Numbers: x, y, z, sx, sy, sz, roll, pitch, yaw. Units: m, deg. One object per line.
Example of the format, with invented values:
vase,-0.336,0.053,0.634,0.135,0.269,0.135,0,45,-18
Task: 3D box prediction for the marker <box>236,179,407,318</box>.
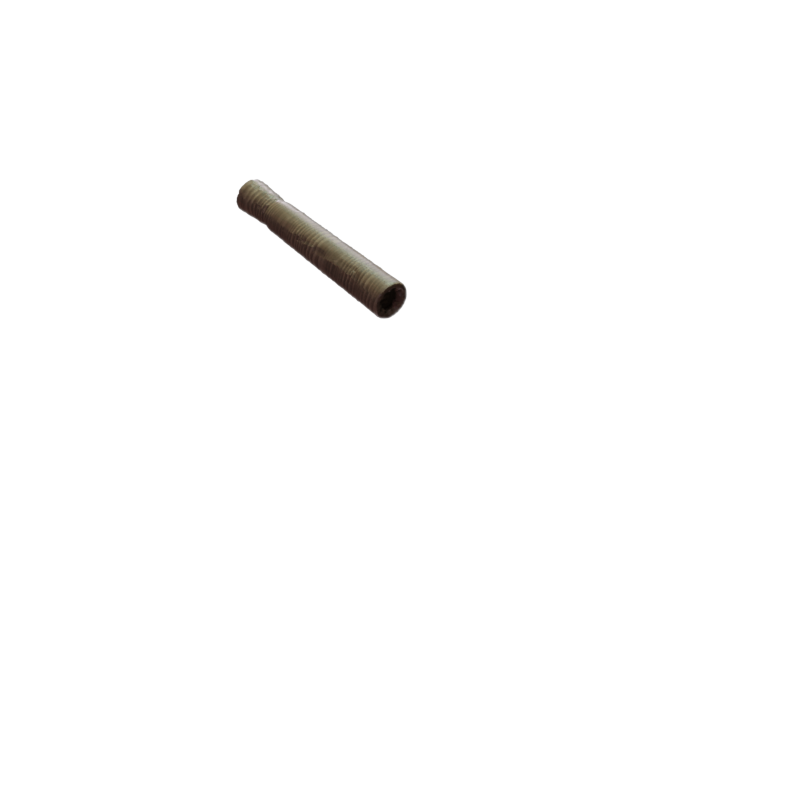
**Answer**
marker,-0.042,-0.077,0.541,0.019,0.019,0.130,-3,32,-42
